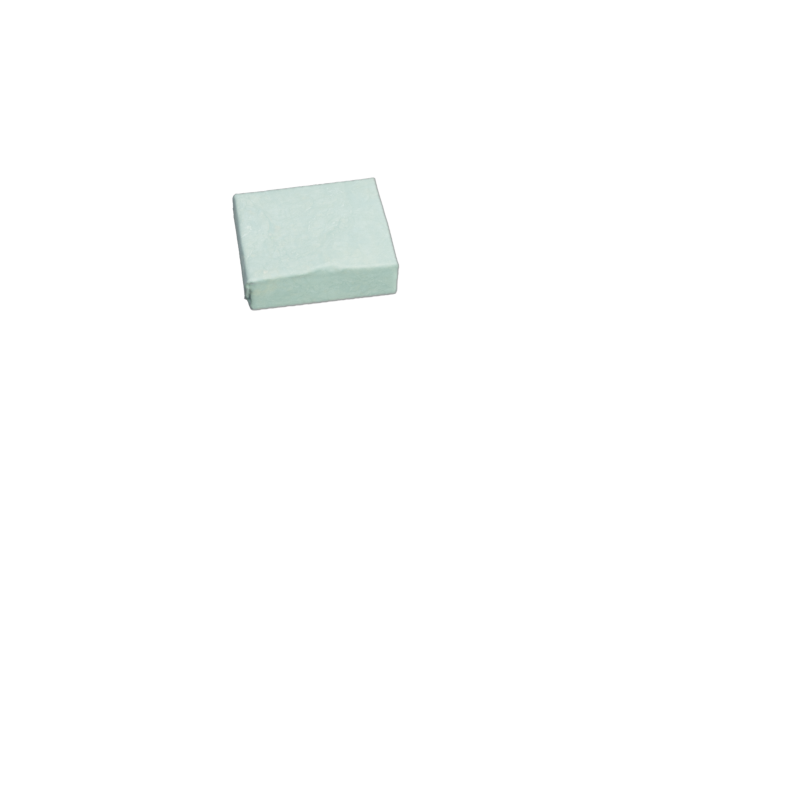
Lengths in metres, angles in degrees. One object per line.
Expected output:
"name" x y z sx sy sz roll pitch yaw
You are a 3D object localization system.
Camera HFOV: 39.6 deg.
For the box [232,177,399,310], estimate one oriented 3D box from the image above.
"box" -0.051 -0.093 0.653 0.089 0.079 0.028 -7 -40 -7
